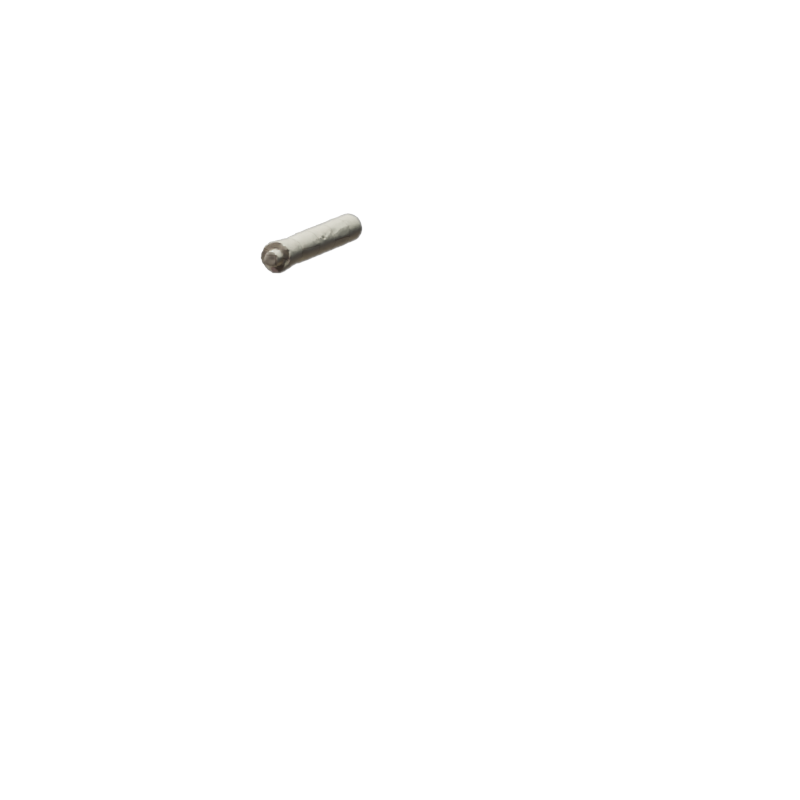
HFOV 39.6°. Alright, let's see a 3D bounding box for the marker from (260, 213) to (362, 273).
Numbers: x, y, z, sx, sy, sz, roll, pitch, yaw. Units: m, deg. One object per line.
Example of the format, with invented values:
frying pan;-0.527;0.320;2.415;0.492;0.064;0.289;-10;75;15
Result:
marker;-0.053;-0.097;0.680;0.020;0.019;0.121;1;17;20
